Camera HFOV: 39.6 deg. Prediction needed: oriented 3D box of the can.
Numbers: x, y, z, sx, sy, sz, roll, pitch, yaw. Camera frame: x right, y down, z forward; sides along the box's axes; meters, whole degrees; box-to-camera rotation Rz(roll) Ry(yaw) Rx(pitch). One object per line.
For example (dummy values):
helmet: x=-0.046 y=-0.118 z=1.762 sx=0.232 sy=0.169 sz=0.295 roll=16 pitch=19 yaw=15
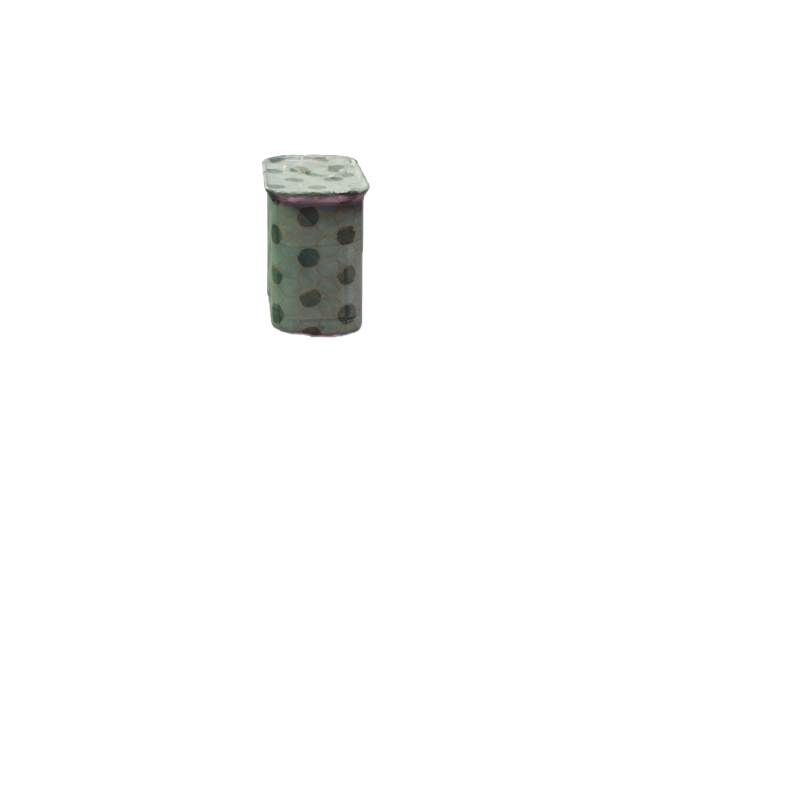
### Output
can: x=-0.050 y=-0.092 z=0.643 sx=0.057 sy=0.080 sz=0.107 roll=-1 pitch=21 yaw=-7
